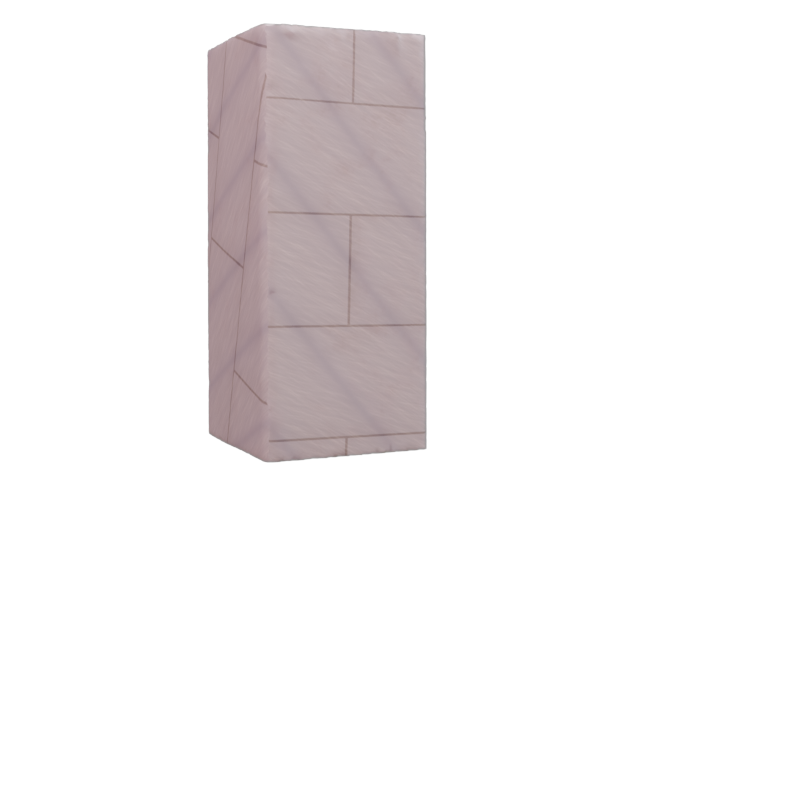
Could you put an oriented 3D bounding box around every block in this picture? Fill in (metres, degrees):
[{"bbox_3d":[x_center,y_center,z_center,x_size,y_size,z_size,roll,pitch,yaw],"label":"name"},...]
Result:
[{"bbox_3d":[-0.045,-0.082,0.572,0.088,0.206,0.093,-1,2,-25],"label":"block"}]
